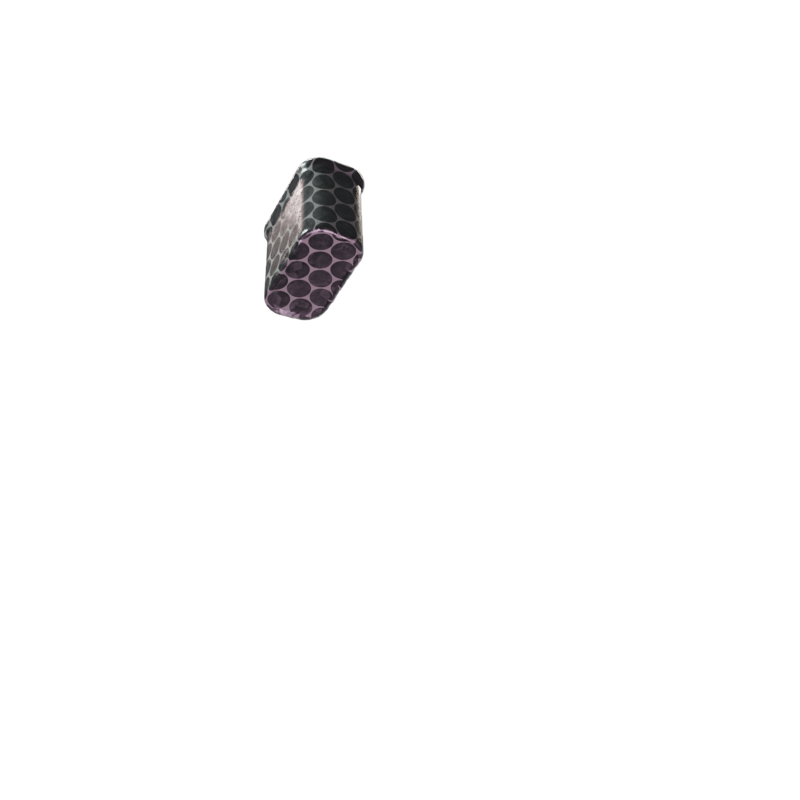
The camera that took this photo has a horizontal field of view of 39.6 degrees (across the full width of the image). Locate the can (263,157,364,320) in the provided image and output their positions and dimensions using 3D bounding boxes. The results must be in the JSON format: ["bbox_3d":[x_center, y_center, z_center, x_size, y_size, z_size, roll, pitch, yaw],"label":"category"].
[{"bbox_3d":[-0.068,-0.124,0.870,0.055,0.090,0.098,19,-48,-21],"label":"can"}]
